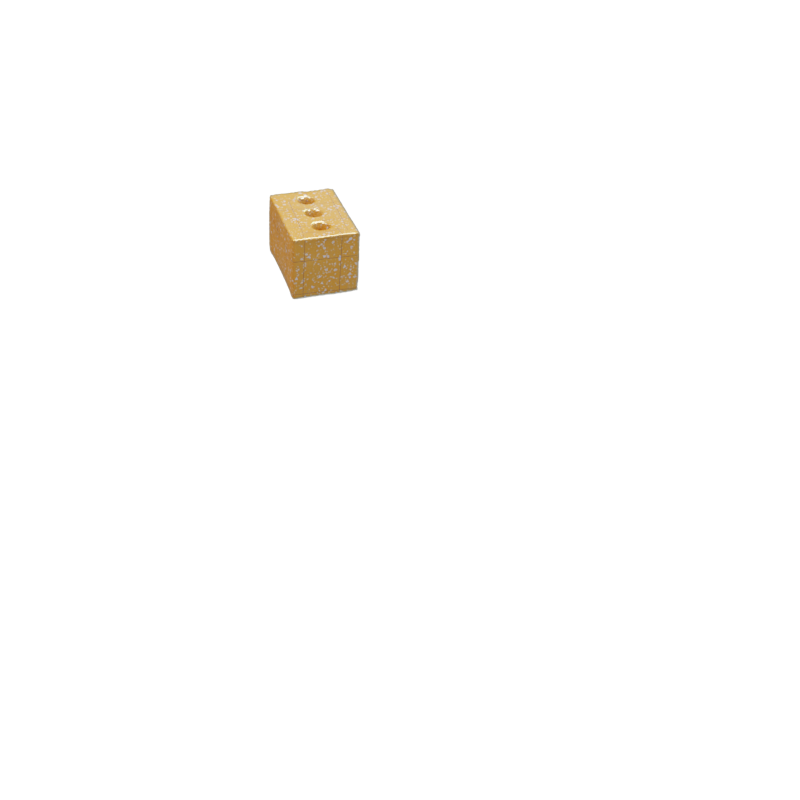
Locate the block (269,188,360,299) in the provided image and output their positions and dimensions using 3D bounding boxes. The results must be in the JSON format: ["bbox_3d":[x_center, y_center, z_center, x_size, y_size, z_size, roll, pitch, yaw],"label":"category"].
[{"bbox_3d":[-0.066,-0.120,0.841,0.052,0.048,0.084,-9,35,-15],"label":"block"}]
